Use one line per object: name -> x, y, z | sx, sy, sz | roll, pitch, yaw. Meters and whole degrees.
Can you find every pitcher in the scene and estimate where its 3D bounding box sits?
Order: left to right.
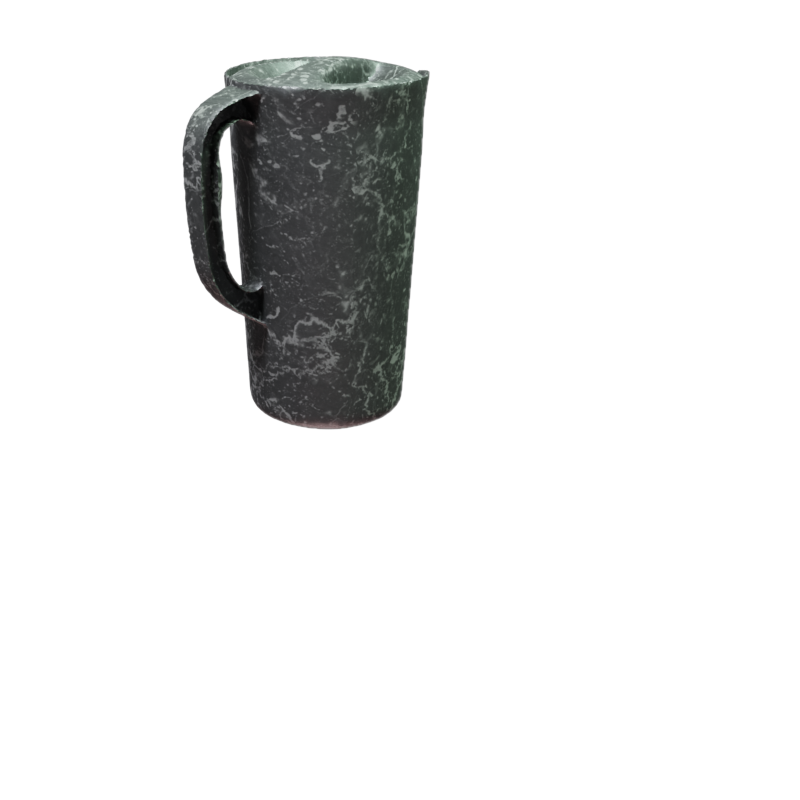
pitcher -> -0.058, -0.107, 0.747 | 0.150, 0.233, 0.150 | 2, 20, 3
